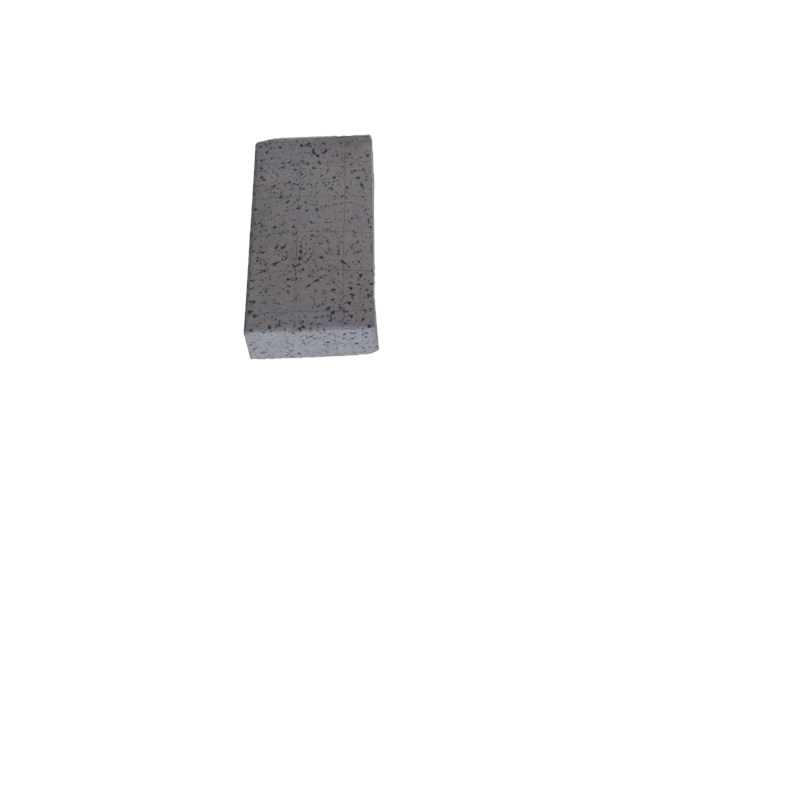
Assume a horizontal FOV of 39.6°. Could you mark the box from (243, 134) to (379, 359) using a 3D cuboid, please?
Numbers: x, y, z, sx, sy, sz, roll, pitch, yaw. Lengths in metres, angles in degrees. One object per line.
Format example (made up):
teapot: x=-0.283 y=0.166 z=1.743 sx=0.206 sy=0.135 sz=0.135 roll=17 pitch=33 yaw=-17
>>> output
box: x=-0.064 y=-0.117 z=0.819 sx=0.094 sy=0.188 sz=0.045 roll=-4 pitch=-31 yaw=2
